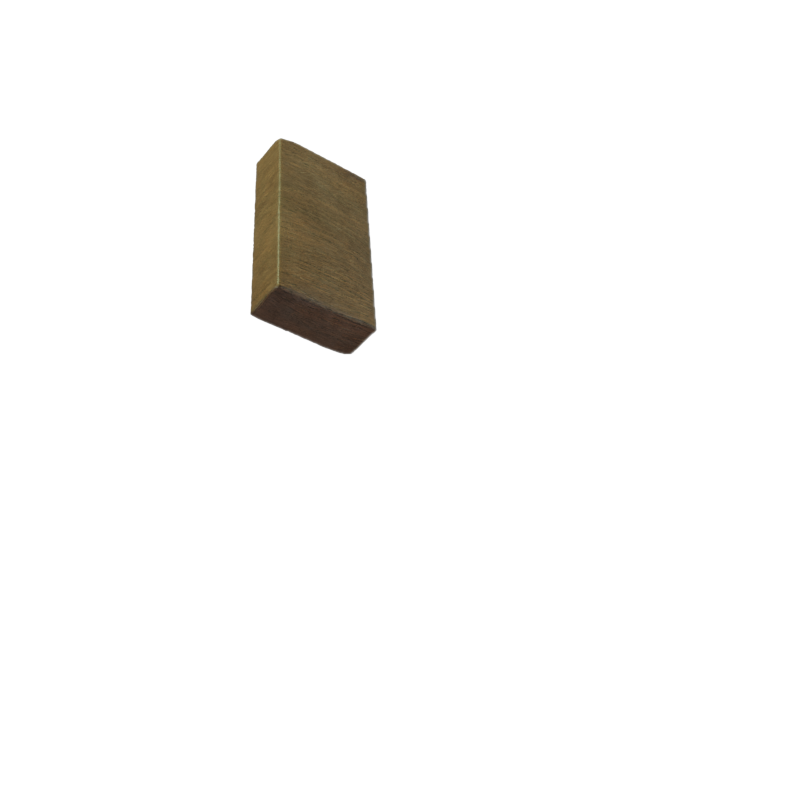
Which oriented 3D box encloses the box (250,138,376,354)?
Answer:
[{"bbox_3d":[-0.070,-0.128,0.891,0.089,0.189,0.047,22,-46,-27],"label":"box"}]
